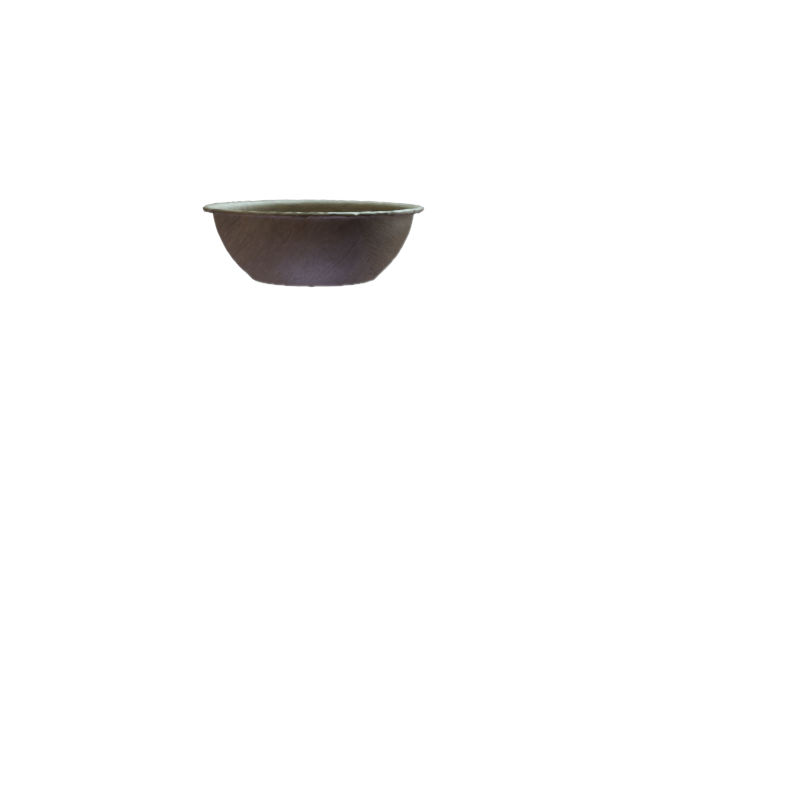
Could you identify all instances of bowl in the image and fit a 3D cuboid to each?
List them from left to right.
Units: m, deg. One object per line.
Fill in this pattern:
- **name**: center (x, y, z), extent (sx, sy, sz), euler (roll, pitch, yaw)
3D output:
- **bowl**: center (-0.064, -0.116, 0.814), extent (0.162, 0.054, 0.166), euler (0, 13, -2)
